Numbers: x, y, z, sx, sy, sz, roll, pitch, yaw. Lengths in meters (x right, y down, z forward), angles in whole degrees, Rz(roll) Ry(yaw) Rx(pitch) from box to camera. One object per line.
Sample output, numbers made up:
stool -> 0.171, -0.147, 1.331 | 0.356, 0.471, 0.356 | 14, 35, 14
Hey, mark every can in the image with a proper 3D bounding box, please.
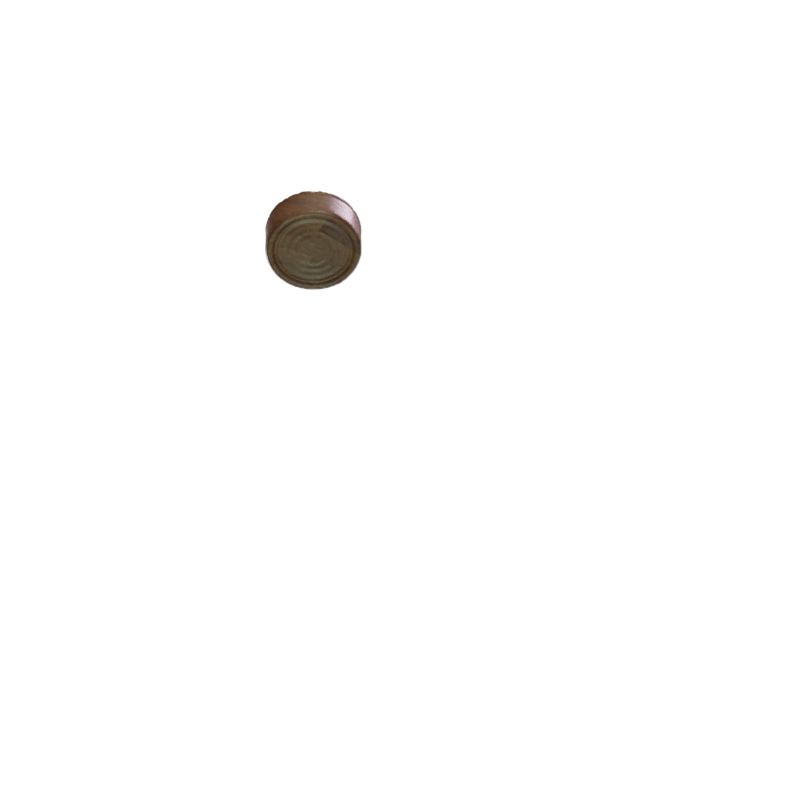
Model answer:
can -> -0.076, -0.139, 0.977 | 0.086, 0.080, 0.036 | 1, 38, -1
